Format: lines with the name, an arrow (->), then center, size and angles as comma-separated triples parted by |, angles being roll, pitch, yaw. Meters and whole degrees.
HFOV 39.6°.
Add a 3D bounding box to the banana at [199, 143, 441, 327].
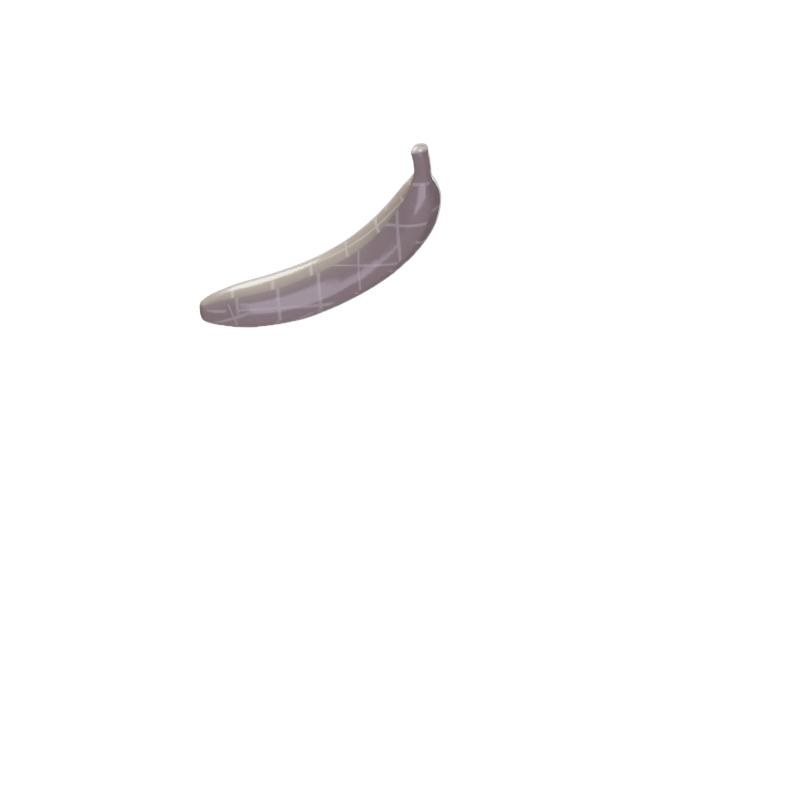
banana -> -0.043, -0.096, 0.740 | 0.196, 0.066, 0.039 | -34, 28, 20
